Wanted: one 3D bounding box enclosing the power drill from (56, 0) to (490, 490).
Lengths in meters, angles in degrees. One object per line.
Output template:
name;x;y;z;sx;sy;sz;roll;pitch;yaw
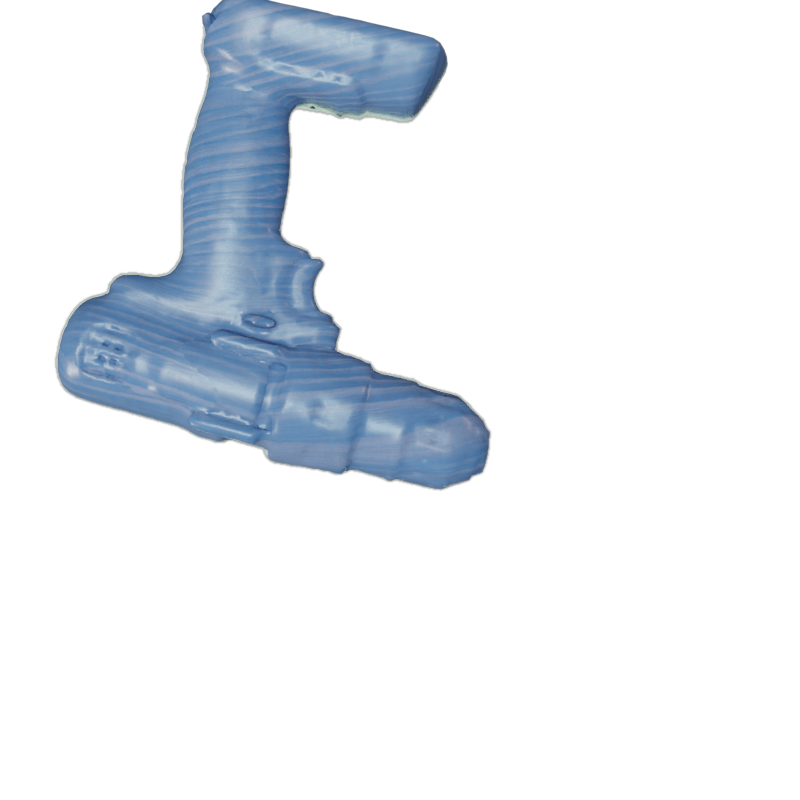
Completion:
power drill;-0.037;-0.068;0.473;0.185;0.191;0.056;14;-8;2
